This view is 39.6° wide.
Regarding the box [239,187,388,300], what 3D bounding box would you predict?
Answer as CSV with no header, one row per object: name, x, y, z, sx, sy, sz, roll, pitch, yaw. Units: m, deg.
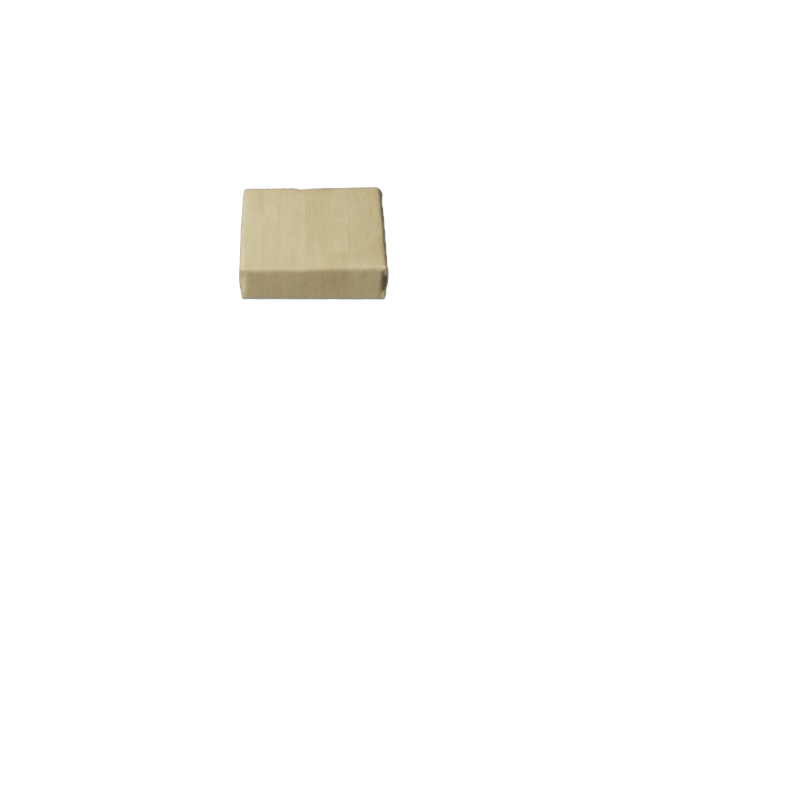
box,-0.053,-0.097,0.682,0.089,0.079,0.028,-1,-42,-1
